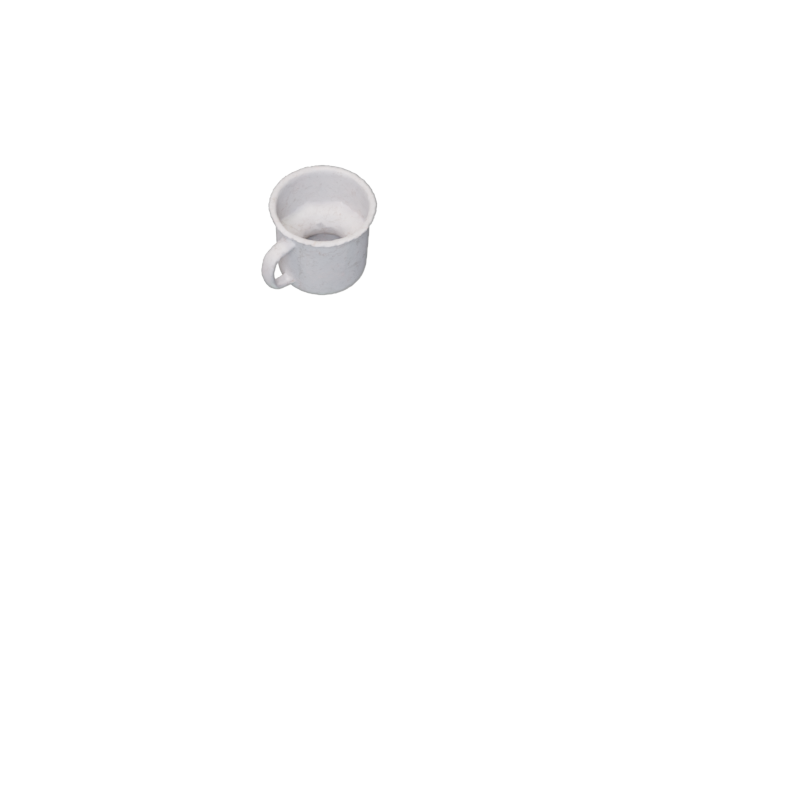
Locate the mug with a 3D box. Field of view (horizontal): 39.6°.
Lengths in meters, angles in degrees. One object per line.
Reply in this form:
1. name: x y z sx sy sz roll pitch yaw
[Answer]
1. mug: -0.076 -0.139 0.977 0.098 0.119 0.076 35 -30 21
